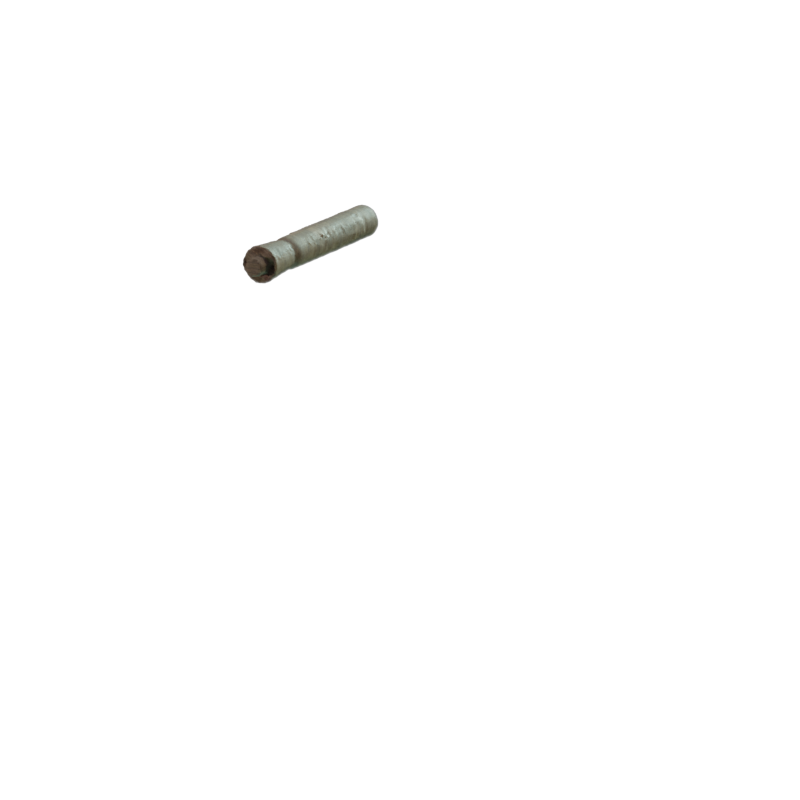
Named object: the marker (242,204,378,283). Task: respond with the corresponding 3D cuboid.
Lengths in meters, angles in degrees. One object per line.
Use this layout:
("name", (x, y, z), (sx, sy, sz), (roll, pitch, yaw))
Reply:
("marker", (-0.045, -0.083, 0.580), (0.020, 0.019, 0.121), (2, 19, 25))
